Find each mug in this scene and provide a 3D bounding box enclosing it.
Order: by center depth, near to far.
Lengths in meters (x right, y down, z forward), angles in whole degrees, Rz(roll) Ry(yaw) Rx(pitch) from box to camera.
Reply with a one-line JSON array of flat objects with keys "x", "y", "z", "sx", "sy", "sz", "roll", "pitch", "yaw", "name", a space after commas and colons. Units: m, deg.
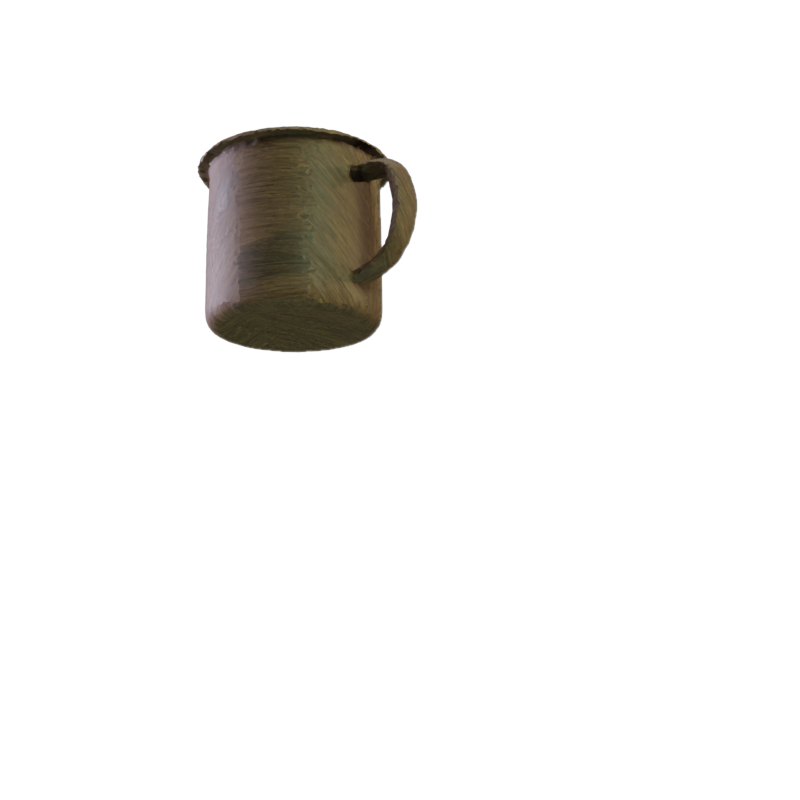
[{"x": -0.040, "y": -0.073, "z": 0.513, "sx": 0.119, "sy": 0.085, "sz": 0.087, "roll": -13, "pitch": -22, "yaw": 37, "name": "mug"}]
